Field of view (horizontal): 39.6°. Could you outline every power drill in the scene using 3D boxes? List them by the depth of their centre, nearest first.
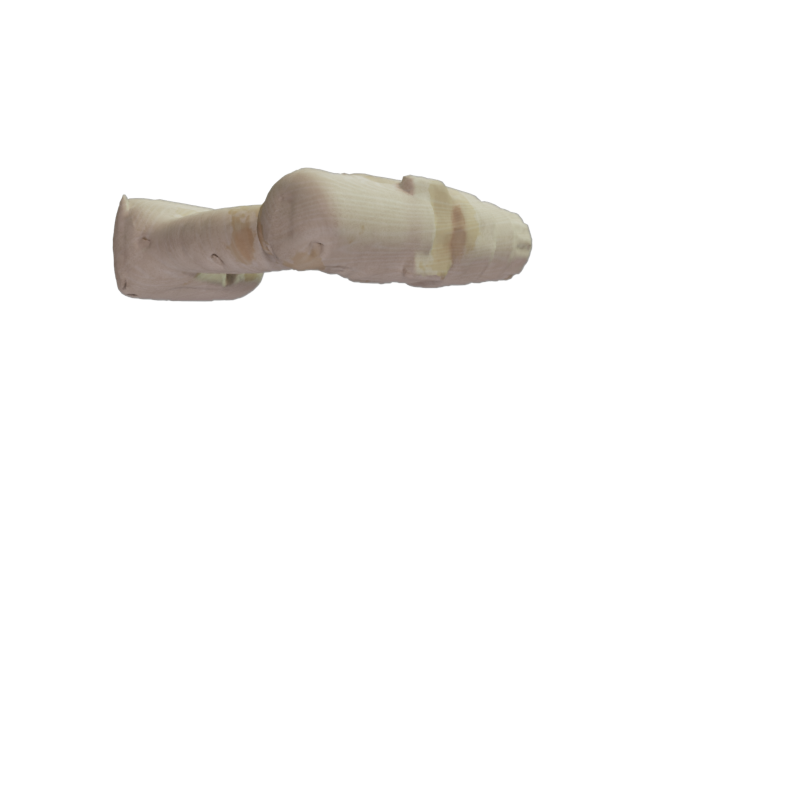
[{"bbox_3d":[-0.046,-0.084,0.590,0.194,0.058,0.176,-1,-1,40],"label":"power drill"}]
